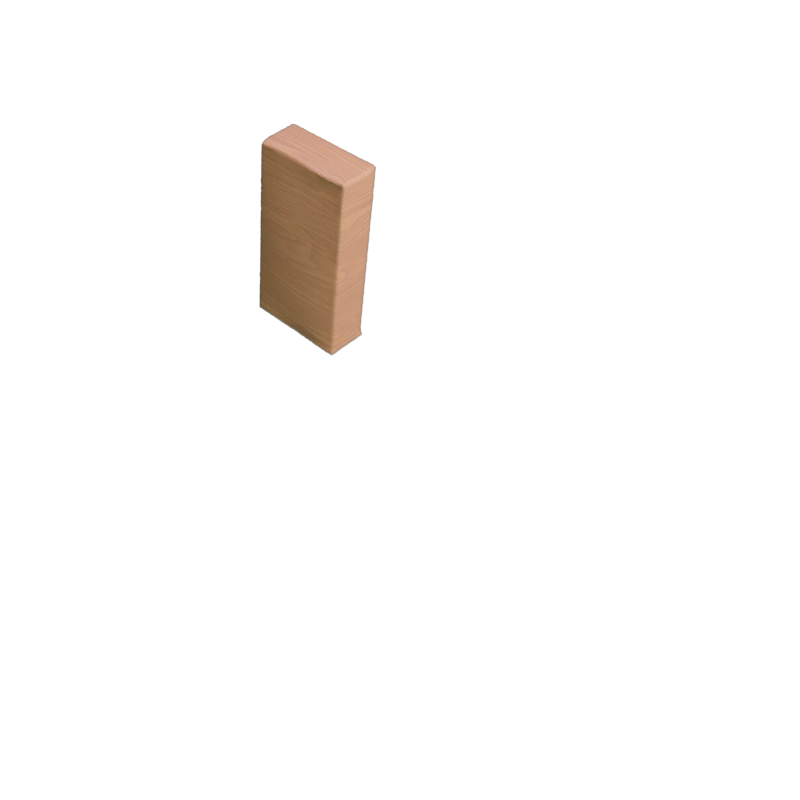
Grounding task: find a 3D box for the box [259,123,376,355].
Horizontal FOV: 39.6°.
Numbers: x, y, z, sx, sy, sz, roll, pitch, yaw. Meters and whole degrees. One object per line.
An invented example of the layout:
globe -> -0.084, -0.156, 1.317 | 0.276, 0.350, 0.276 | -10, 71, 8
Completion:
box -> -0.072, -0.131, 0.920 | 0.099, 0.164, 0.048 | 33, 49, 29
